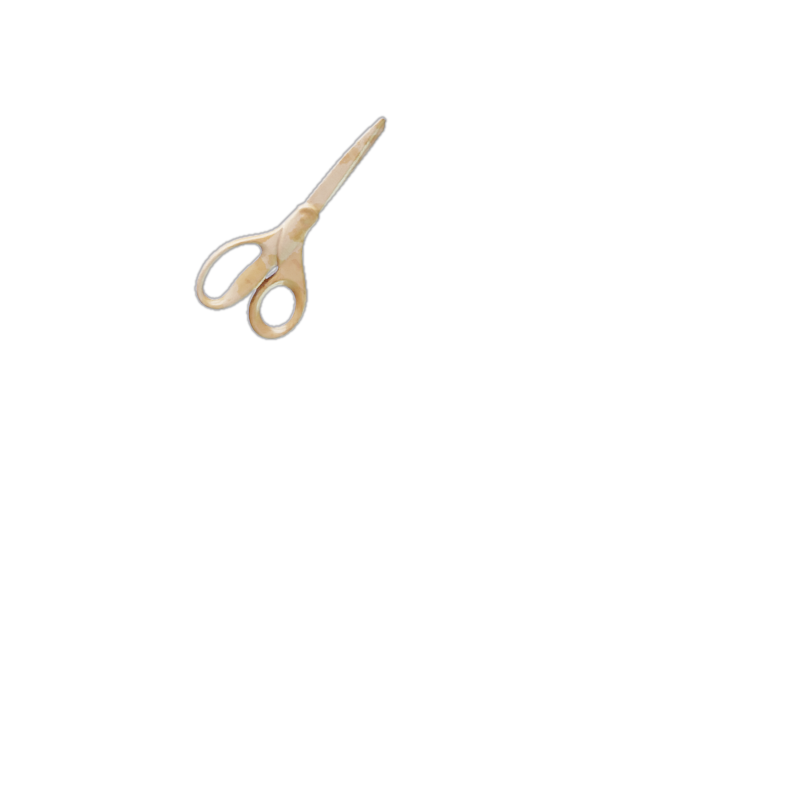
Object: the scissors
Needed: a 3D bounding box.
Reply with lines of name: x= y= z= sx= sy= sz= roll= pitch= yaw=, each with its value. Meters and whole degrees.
scissors: x=-0.068 y=-0.124 z=0.867 sx=0.201 sy=0.093 sz=0.016 roll=-34 pitch=11 yaw=8
